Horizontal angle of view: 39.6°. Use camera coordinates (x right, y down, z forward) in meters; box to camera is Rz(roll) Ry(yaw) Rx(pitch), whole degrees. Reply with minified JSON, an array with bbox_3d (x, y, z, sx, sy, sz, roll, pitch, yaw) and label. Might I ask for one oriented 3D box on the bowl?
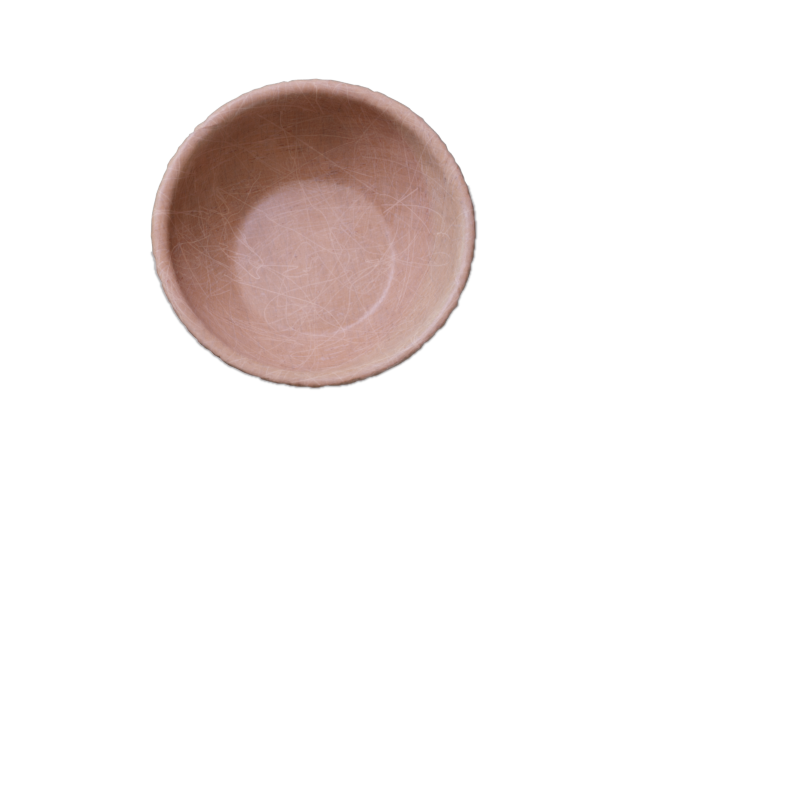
[{"bbox_3d":[-0.045,-0.082,0.575,0.162,0.169,0.053,-1,-16,-1],"label":"bowl"}]
